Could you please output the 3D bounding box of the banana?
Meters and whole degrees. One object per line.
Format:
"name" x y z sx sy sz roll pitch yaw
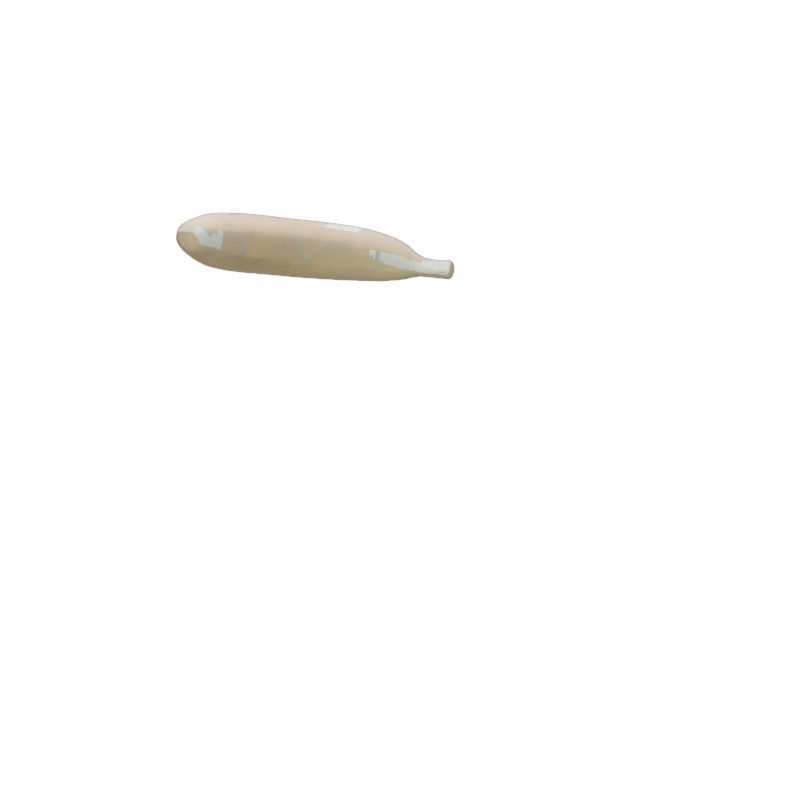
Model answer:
"banana" -0.061 -0.096 0.690 0.190 0.037 0.072 0 -1 -35
